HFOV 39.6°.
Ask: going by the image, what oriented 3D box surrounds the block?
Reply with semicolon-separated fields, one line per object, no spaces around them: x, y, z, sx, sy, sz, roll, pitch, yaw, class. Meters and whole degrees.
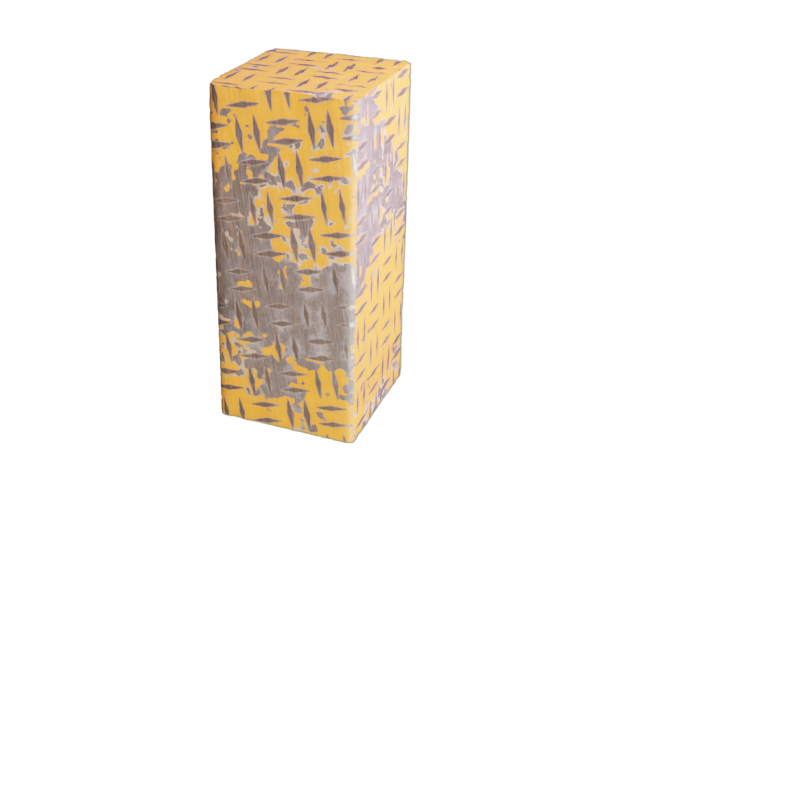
-0.052;-0.094;0.654;0.093;0.195;0.093;10;27;17;block
